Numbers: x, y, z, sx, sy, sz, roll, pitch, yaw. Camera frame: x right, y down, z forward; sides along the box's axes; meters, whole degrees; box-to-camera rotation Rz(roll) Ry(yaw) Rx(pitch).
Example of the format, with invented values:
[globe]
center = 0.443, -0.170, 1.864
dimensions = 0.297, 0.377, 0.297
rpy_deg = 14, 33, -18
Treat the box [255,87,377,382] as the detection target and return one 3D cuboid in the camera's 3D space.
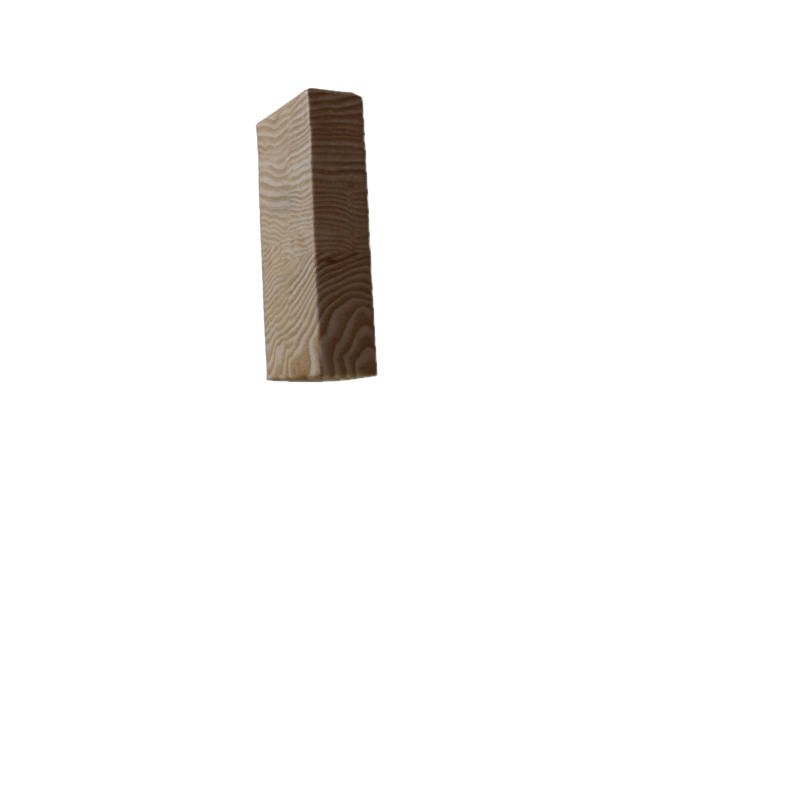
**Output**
[box]
center = -0.055, -0.101, 0.706
dimensions = 0.046, 0.180, 0.095
rpy_deg = 4, -8, -27
